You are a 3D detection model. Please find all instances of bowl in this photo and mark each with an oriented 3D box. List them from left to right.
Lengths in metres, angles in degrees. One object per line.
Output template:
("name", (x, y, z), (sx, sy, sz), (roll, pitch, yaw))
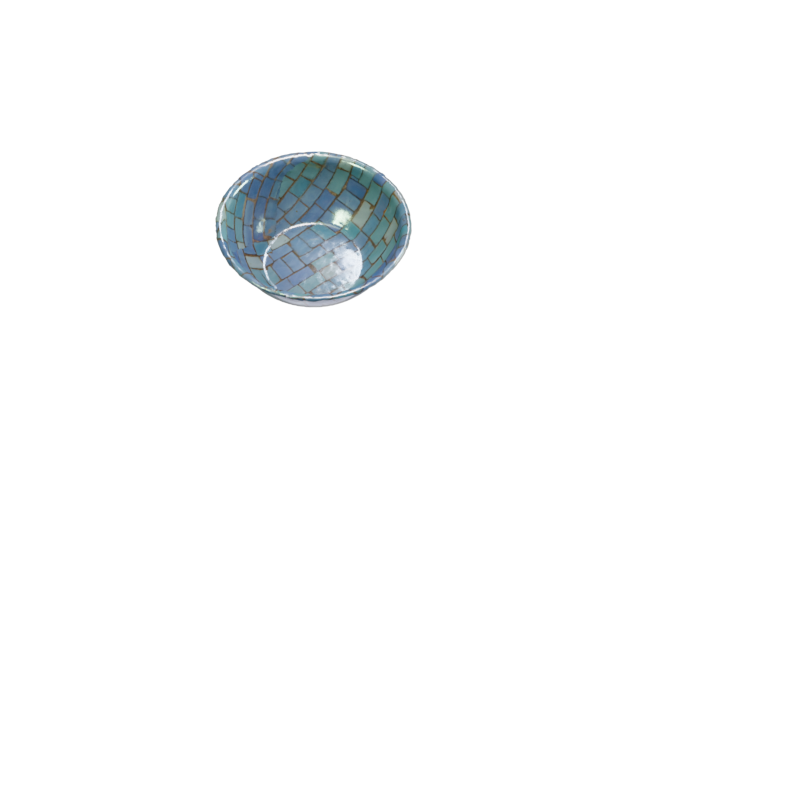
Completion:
("bowl", (-0.073, -0.133, 0.931), (0.162, 0.174, 0.051), (-1, -37, -1))
